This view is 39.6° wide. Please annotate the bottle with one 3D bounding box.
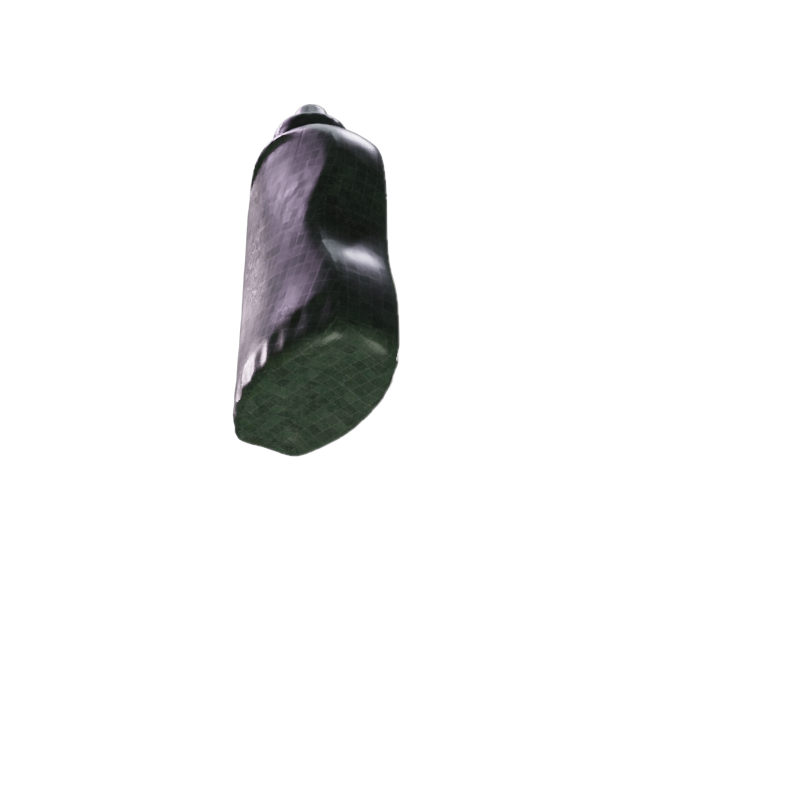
[{"bbox_3d":[-0.042,-0.077,0.537,0.056,0.206,0.093,19,-45,-24],"label":"bottle"}]
